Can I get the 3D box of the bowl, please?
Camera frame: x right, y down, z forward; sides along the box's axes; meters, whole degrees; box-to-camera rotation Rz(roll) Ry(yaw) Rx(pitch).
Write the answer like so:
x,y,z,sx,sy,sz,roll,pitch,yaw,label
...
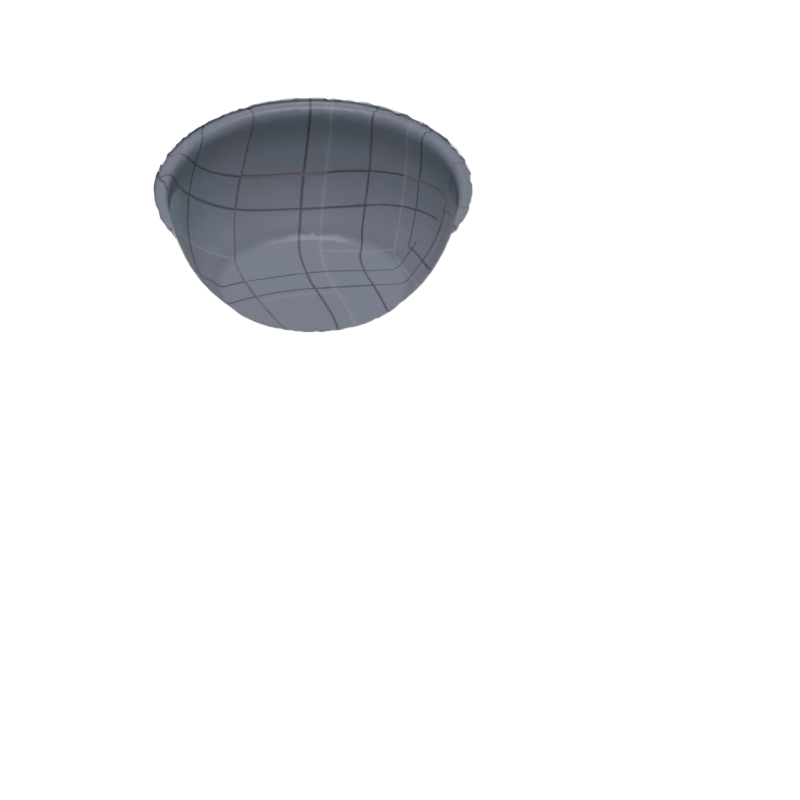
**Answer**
x,y,z,sx,sy,sz,roll,pitch,yaw,label
-0.043,-0.079,0.552,0.162,0.058,0.153,1,-27,-2,bowl
